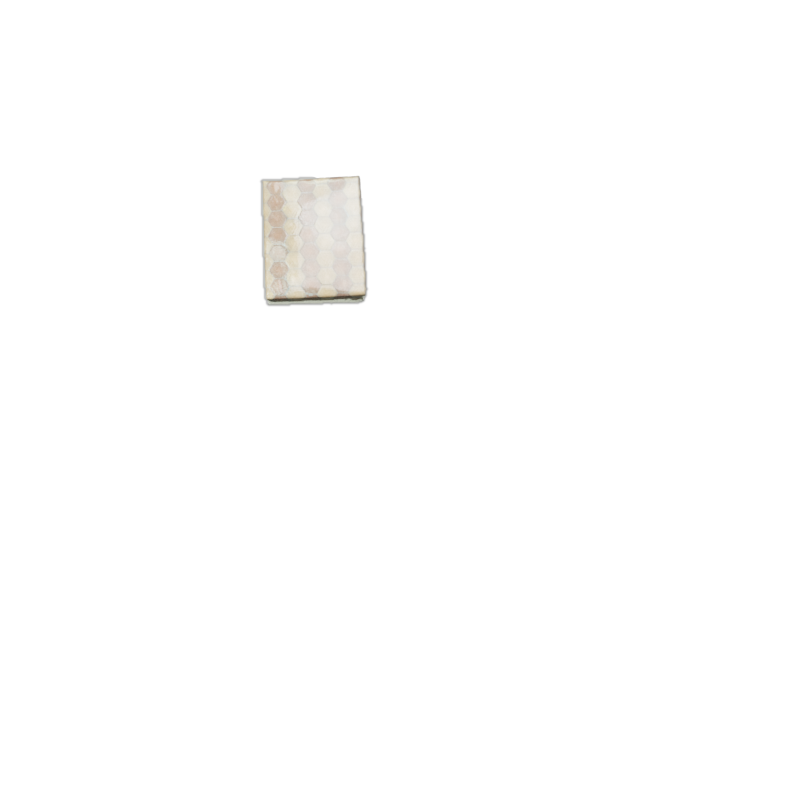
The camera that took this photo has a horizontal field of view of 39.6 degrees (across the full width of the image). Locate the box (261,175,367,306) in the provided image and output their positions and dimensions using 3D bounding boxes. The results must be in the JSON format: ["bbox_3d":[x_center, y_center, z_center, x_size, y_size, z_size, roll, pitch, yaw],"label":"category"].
[{"bbox_3d":[-0.078,-0.143,0.999,0.090,0.118,0.037,-3,-15,-2],"label":"box"}]
